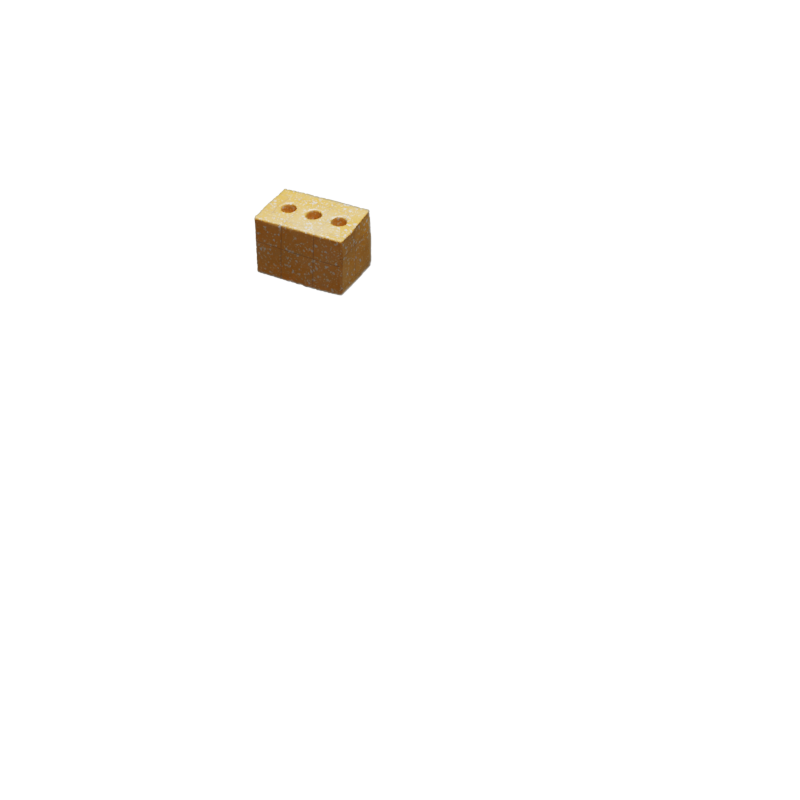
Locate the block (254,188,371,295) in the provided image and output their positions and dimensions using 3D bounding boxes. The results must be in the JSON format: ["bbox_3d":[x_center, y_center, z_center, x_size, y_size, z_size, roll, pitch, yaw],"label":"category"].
[{"bbox_3d":[-0.068,-0.124,0.866,0.081,0.048,0.054,17,39,20],"label":"block"}]
